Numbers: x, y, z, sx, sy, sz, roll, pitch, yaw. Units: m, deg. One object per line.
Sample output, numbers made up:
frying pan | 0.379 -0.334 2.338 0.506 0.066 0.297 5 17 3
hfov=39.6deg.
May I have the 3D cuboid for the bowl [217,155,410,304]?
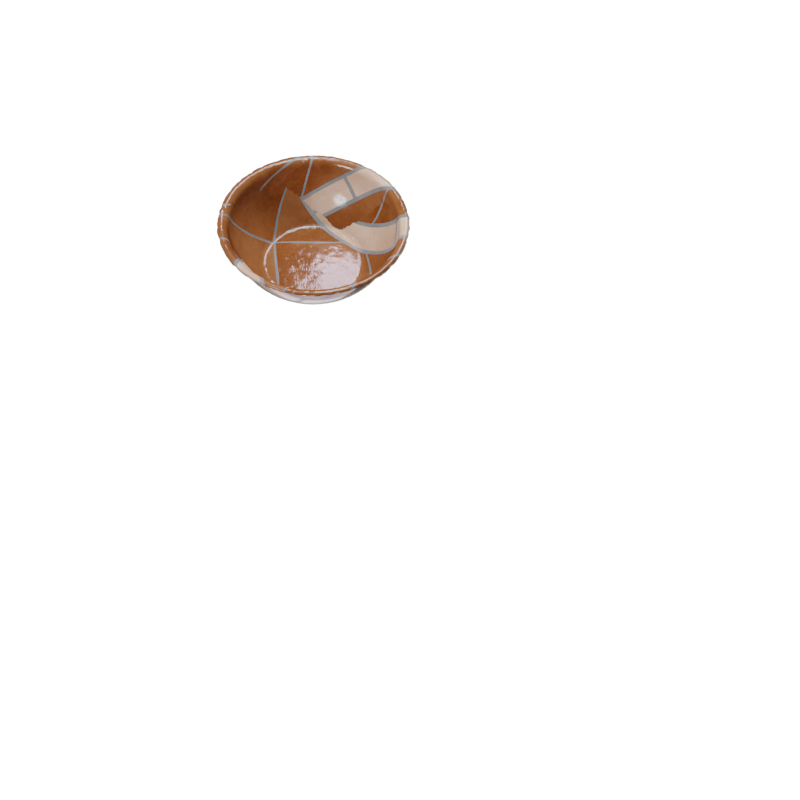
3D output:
bowl | -0.074 -0.136 0.950 0.162 0.174 0.051 -1 -39 -1
